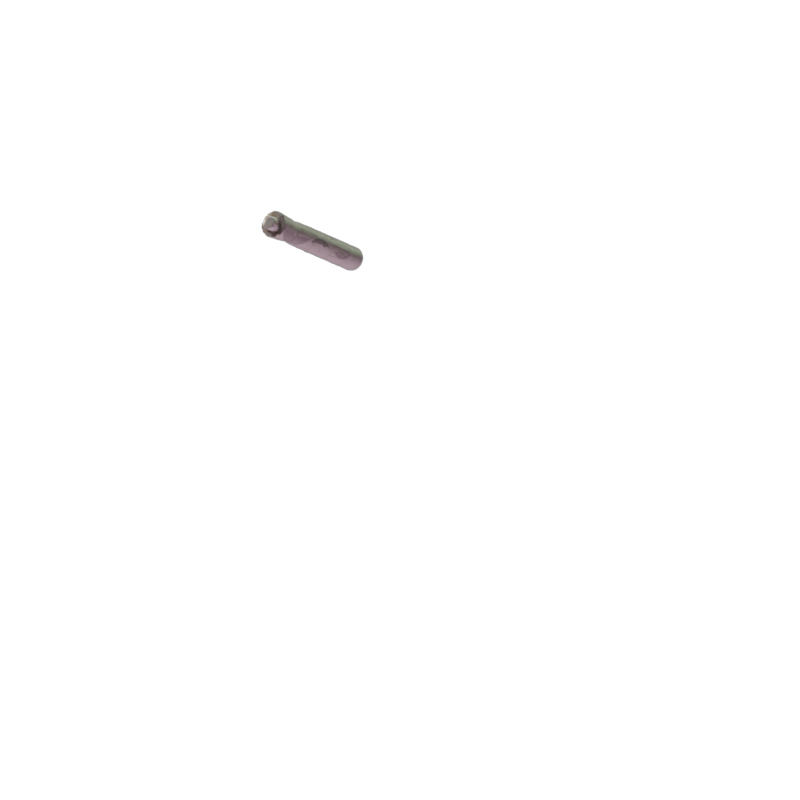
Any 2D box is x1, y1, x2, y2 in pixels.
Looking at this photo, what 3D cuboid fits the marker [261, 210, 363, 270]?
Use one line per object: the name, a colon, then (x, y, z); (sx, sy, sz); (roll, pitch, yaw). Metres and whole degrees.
marker: (-0.062, -0.113, 0.793); (0.020, 0.020, 0.115); (2, -5, 28)
